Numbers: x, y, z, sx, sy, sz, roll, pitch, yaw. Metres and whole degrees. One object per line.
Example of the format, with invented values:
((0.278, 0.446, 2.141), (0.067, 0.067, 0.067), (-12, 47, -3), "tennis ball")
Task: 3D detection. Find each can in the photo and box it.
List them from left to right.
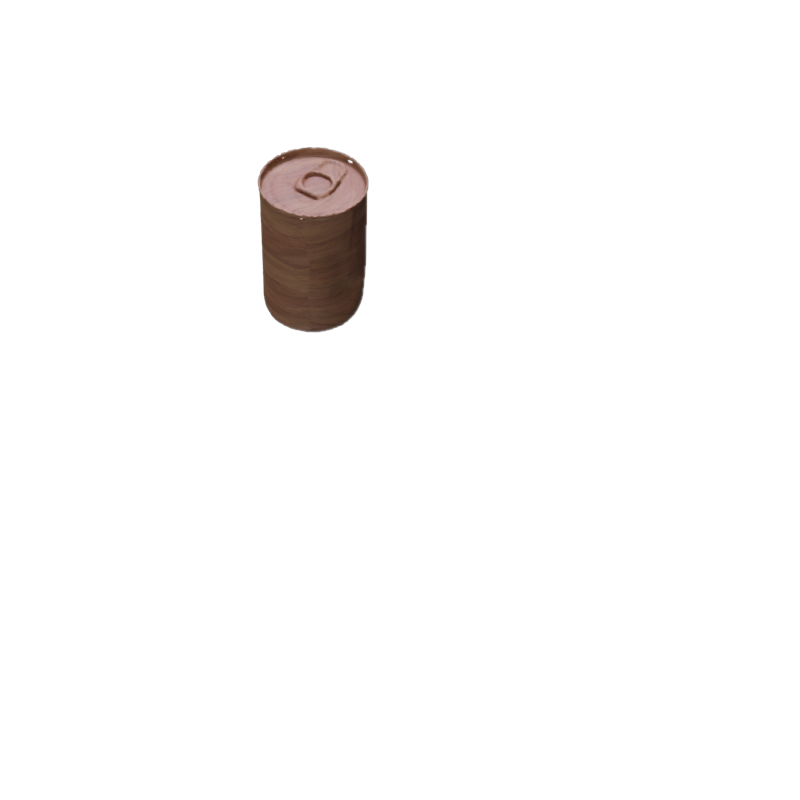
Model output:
((-0.056, -0.101, 0.711), (0.068, 0.074, 0.095), (0, -44, -3), "can")
